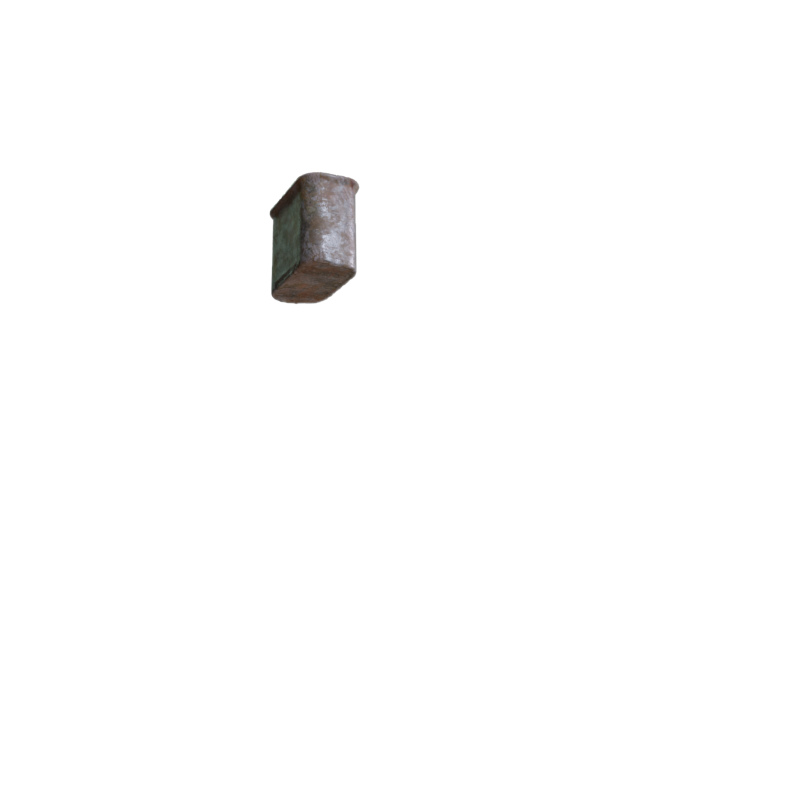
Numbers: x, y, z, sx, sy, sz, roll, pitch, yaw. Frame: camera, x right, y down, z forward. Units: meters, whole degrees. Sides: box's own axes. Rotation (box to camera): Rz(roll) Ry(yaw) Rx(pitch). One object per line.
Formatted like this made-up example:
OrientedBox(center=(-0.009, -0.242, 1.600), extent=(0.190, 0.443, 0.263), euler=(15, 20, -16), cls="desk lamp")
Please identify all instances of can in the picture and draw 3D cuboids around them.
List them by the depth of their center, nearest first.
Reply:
OrientedBox(center=(-0.076, -0.139, 0.972), extent=(0.055, 0.088, 0.100), euler=(9, -22, -24), cls="can")
